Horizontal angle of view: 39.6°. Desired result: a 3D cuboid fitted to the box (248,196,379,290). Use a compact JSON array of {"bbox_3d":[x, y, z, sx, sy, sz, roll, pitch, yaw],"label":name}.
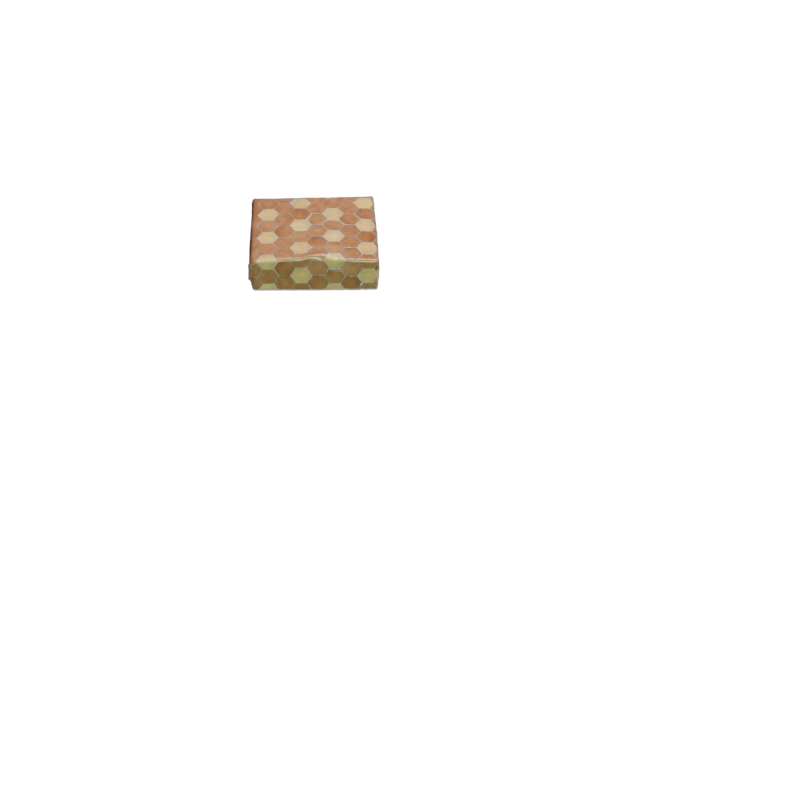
[{"bbox_3d":[-0.061,-0.111,0.777,0.089,0.028,0.078,-1,43,-2],"label":"box"}]
